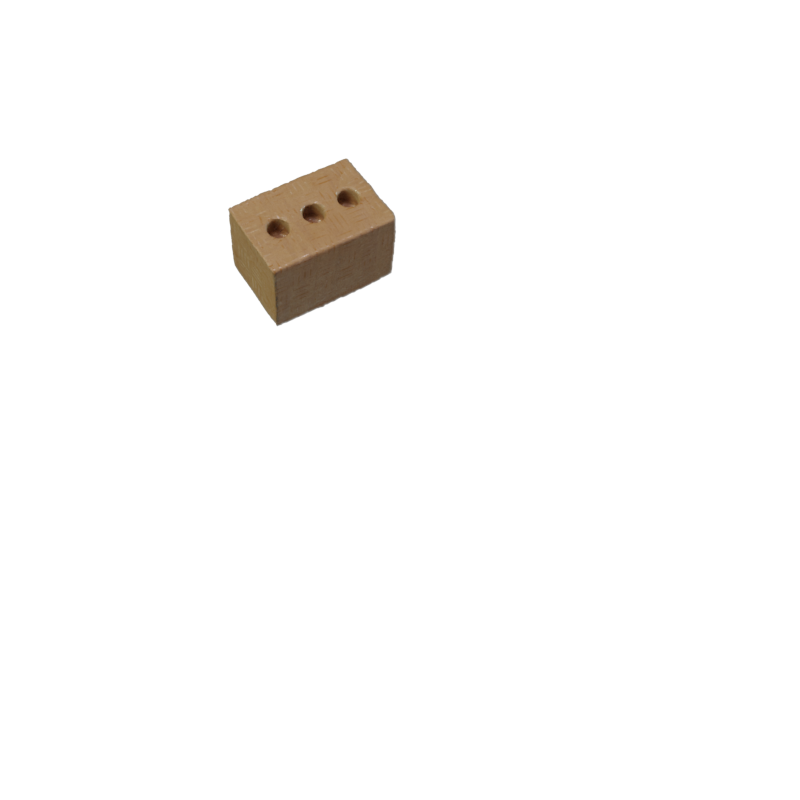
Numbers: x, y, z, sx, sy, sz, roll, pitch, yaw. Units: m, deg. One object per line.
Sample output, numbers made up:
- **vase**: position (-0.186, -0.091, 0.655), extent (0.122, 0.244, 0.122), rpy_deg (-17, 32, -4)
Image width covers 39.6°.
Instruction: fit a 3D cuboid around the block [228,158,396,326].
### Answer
- **block**: position (-0.048, -0.088, 0.613), extent (0.078, 0.057, 0.048), rpy_deg (-27, -31, -19)
